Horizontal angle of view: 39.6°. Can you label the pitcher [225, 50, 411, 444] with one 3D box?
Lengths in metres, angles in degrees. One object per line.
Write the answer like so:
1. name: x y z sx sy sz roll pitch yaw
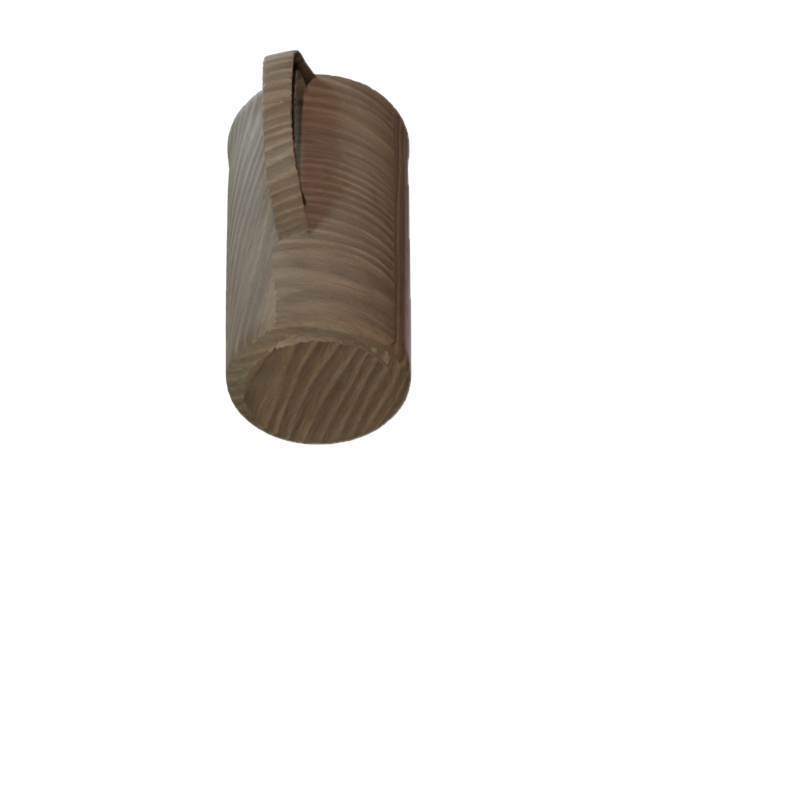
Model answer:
1. pitcher: -0.056 -0.103 0.719 0.142 0.261 0.141 24 -51 -24
